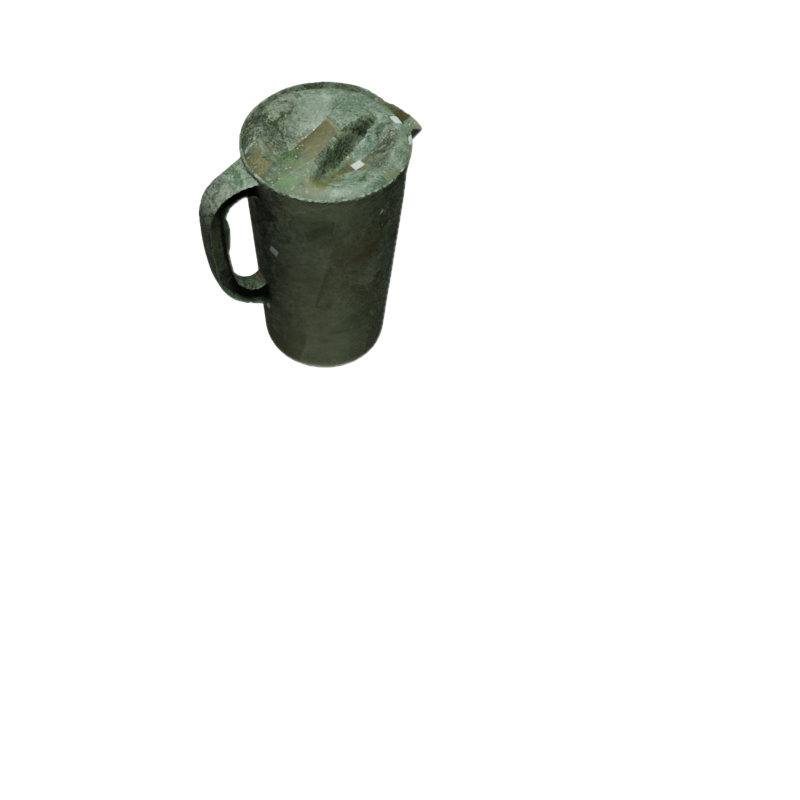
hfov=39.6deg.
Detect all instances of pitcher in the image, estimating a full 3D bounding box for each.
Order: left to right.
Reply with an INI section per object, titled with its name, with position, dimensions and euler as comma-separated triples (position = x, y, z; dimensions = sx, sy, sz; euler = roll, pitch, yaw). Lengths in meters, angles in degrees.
[pitcher]
position = -0.073, -0.132, 0.927
dimensions = 0.152, 0.153, 0.227
euler = 13, -37, 7
